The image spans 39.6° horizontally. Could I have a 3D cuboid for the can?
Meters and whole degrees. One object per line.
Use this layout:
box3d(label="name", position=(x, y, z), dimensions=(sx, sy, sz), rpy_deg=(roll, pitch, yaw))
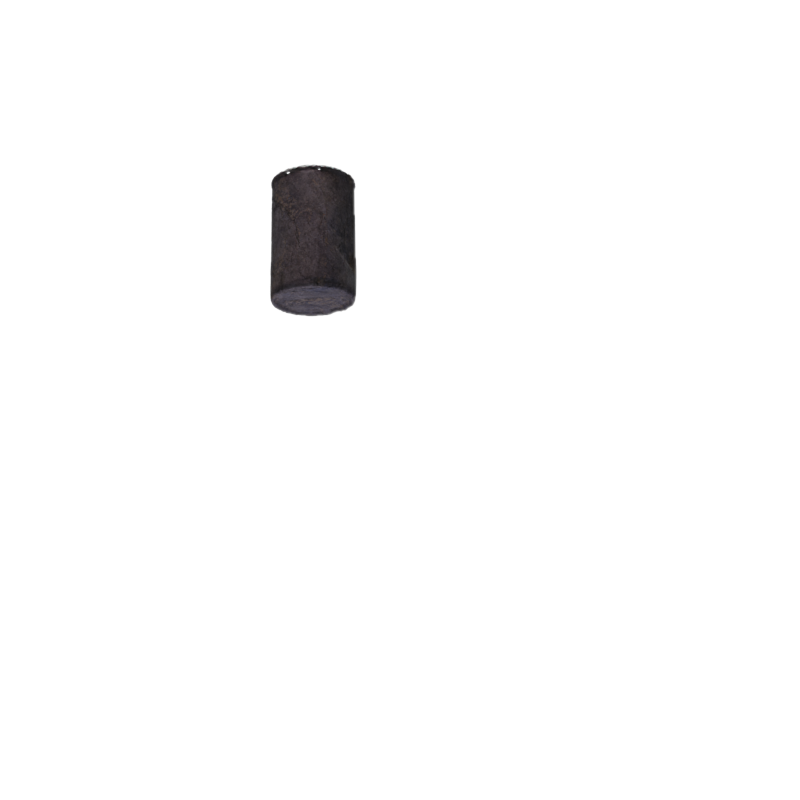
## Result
box3d(label="can", position=(-0.068, -0.125, 0.874), dimensions=(0.068, 0.107, 0.065), rpy_deg=(0, -21, -2))
